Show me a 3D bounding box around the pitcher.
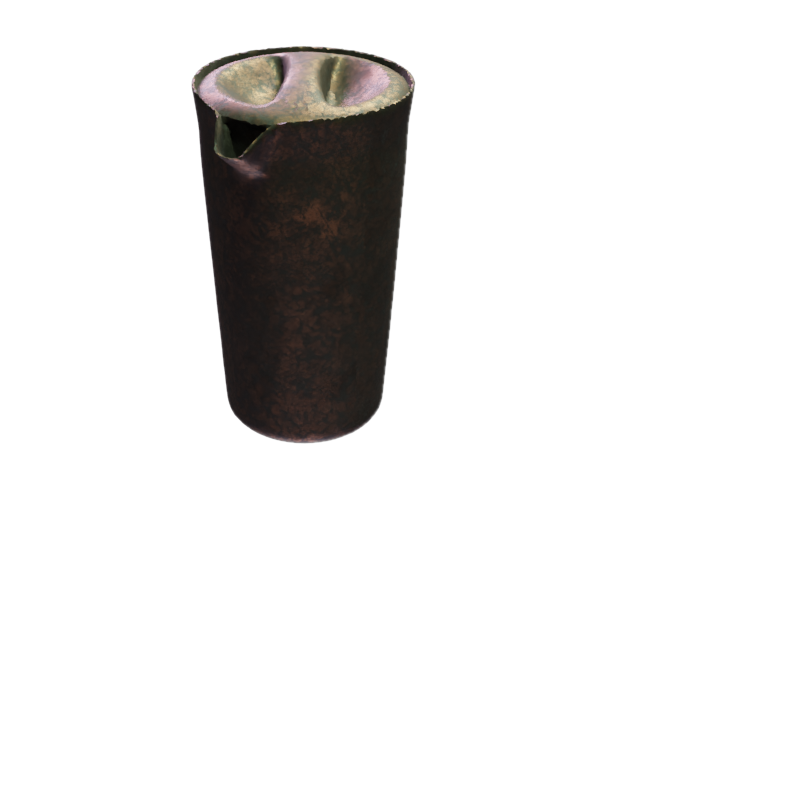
[{"bbox_3d":[-0.057,-0.103,0.723,0.147,0.229,0.156,-9,33,-17],"label":"pitcher"}]
